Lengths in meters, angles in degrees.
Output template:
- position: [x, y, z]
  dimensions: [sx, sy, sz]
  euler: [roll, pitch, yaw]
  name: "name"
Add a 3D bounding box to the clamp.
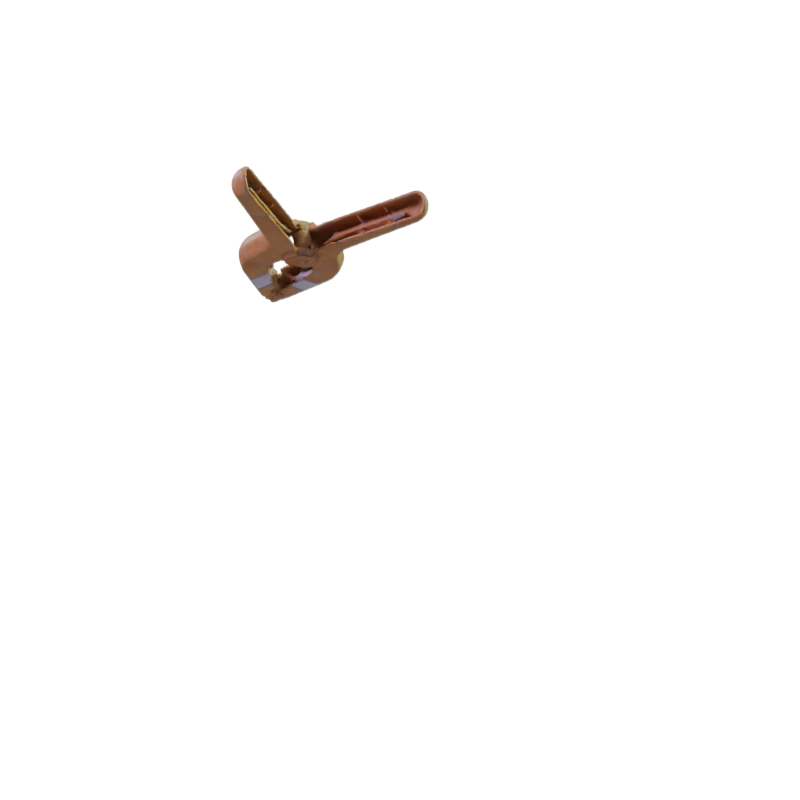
- position: [-0.076, -0.138, 0.969]
  dimensions: [0.162, 0.038, 0.203]
  euler: [5, -21, -12]
  name: "clamp"
